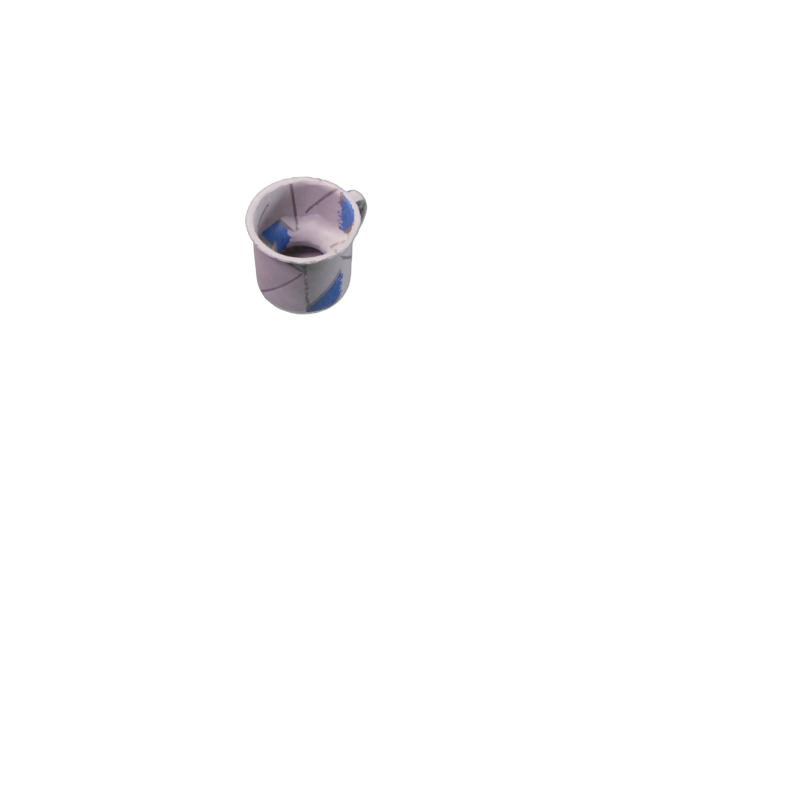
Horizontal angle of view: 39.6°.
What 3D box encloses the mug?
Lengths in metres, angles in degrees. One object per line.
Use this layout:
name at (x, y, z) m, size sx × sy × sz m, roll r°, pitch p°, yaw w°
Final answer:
mug at (-0.073, -0.133, 0.930) m, size 0.099 × 0.119 × 0.076 m, roll 37°, pitch -29°, yaw 22°
